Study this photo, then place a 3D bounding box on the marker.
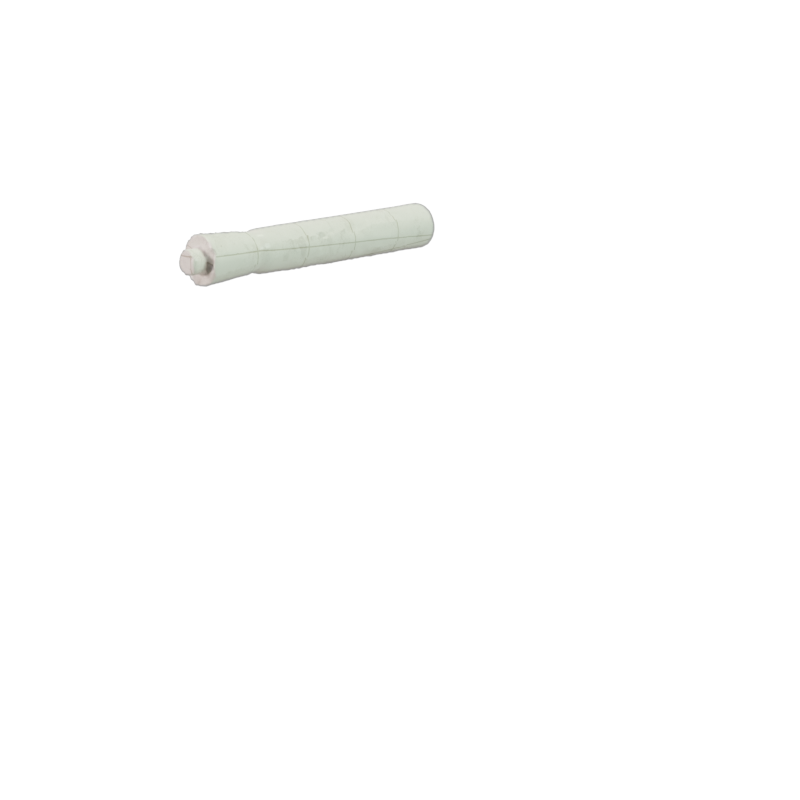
[{"bbox_3d":[-0.033,-0.061,0.424,0.021,0.019,0.118,4,15,45],"label":"marker"}]
